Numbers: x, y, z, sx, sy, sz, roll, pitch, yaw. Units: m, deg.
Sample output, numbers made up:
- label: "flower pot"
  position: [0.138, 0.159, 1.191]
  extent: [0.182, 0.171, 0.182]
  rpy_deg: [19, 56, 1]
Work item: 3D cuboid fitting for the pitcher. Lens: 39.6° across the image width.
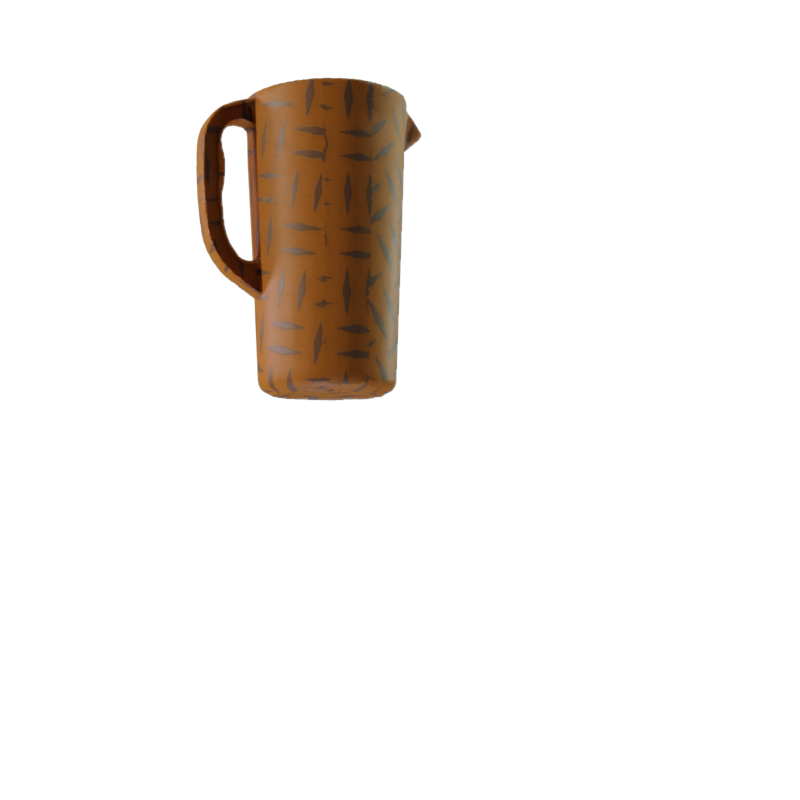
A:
- label: "pitcher"
  position: [-0.069, -0.126, 0.880]
  extent: [0.152, 0.250, 0.138]
  rpy_deg: [-4, -11, 21]
